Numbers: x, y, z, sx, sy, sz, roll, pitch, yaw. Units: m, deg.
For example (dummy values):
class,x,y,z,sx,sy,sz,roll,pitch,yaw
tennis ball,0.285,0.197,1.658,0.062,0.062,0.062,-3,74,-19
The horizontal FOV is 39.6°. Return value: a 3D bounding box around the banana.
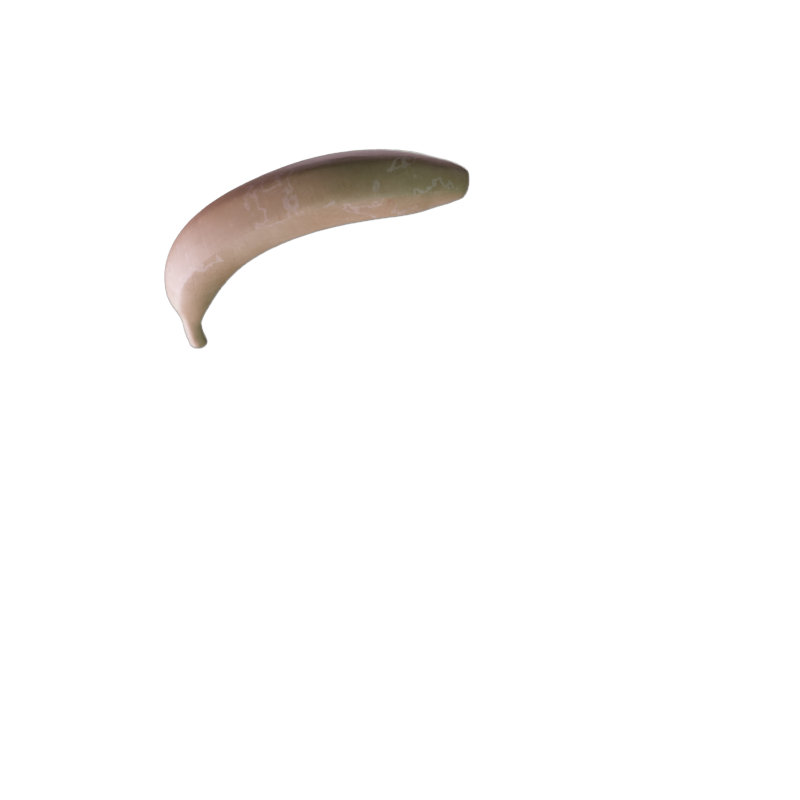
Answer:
class,x,y,z,sx,sy,sz,roll,pitch,yaw
banana,-0.061,-0.091,0.587,0.198,0.039,0.065,-25,-43,29
